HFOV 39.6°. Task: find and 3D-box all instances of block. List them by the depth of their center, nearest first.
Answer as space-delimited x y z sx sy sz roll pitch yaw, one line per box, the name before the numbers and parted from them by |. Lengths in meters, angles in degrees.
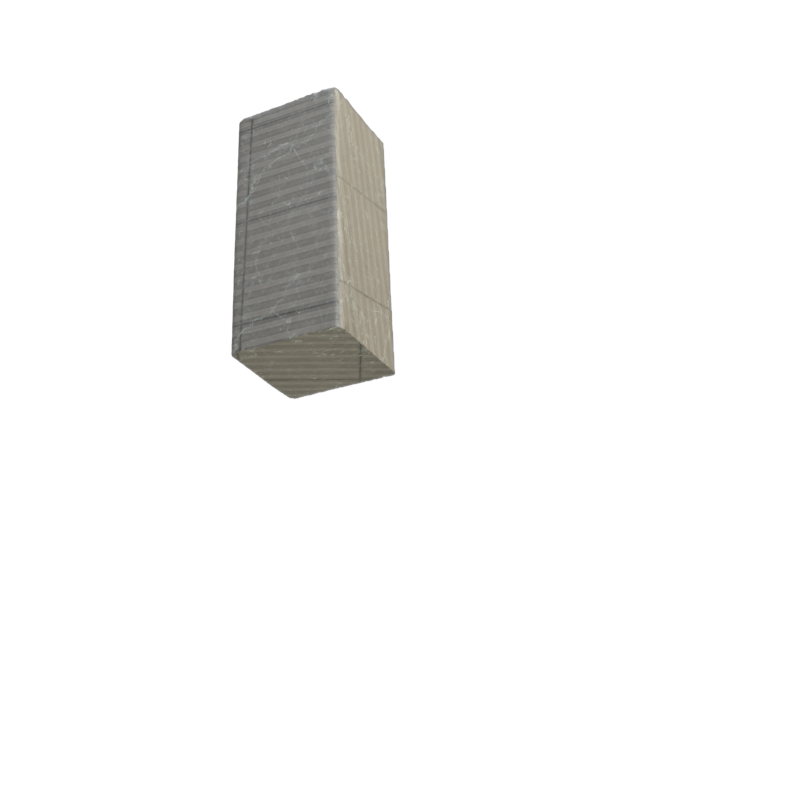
block | -0.066 -0.120 0.838 0.092 0.219 0.083 -16 -32 23
